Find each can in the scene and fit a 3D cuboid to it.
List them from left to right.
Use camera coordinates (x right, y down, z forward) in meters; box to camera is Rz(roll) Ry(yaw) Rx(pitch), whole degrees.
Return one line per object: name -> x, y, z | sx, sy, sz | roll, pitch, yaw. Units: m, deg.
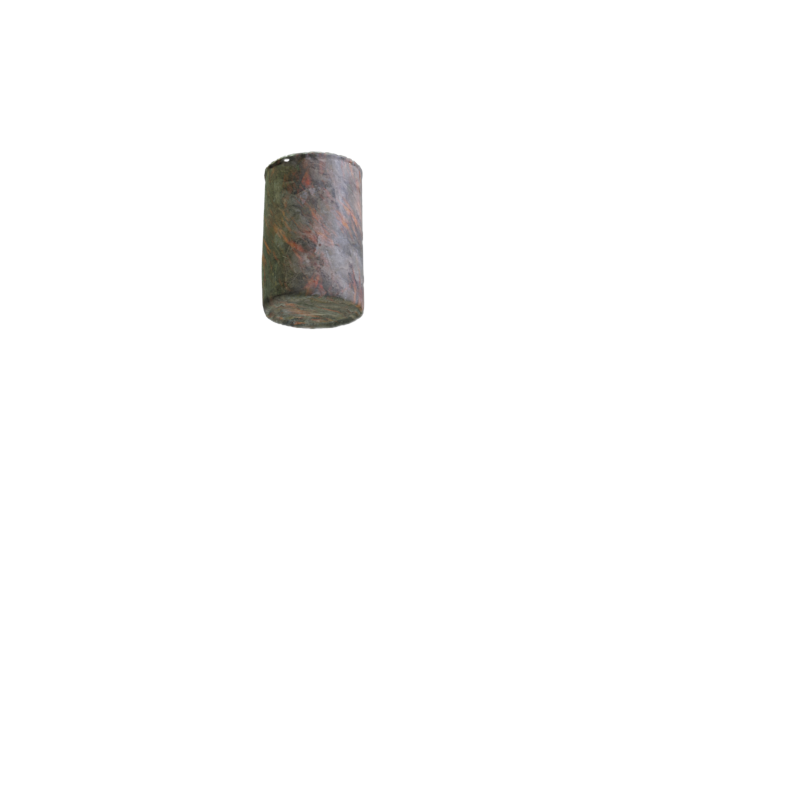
can -> -0.058, -0.106, 0.742 | 0.068, 0.107, 0.065 | 0, -20, -2
